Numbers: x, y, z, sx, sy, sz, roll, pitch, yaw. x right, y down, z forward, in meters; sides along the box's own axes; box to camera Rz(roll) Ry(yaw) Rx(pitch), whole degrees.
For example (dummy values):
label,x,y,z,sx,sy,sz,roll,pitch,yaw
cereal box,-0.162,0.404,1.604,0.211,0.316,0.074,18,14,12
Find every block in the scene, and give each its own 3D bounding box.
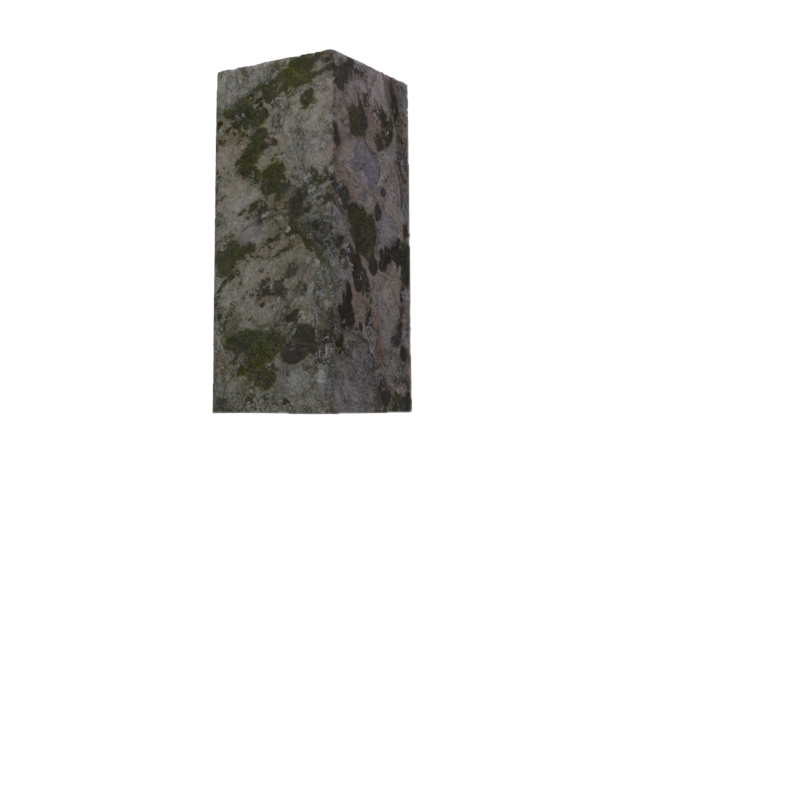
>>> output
label,x,y,z,sx,sy,sz,roll,pitch,yaw
block,-0.053,-0.096,0.676,0.093,0.210,0.086,-5,-8,31
